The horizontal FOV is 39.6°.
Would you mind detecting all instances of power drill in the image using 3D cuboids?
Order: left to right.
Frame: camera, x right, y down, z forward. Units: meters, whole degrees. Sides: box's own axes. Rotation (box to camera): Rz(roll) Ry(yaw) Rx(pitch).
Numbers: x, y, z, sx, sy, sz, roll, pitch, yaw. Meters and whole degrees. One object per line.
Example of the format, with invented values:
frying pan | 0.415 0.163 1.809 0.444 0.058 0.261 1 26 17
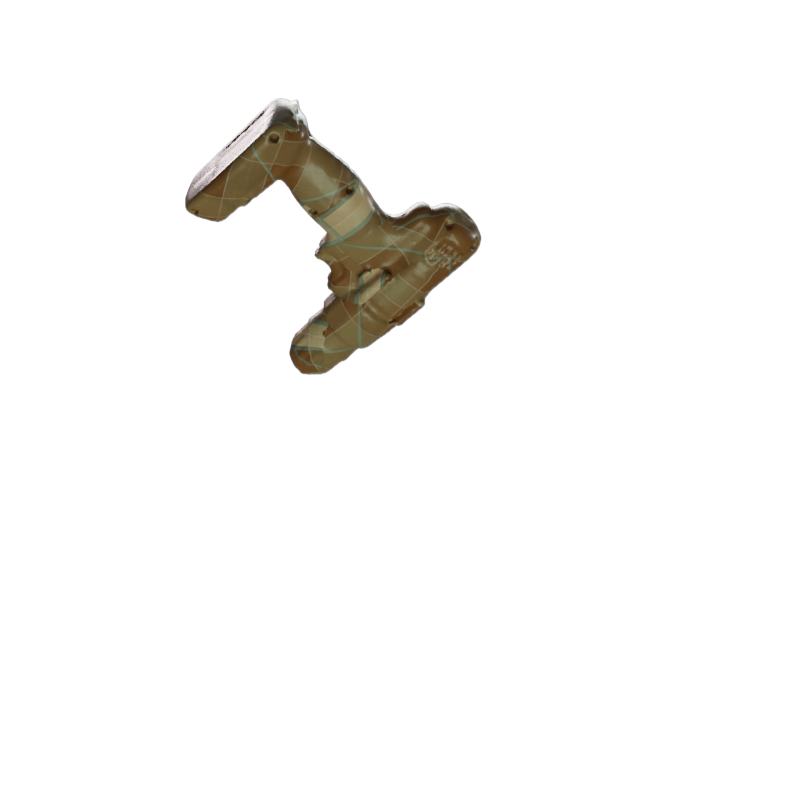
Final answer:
power drill | -0.064 -0.116 0.815 0.178 0.182 0.061 39 26 -23
